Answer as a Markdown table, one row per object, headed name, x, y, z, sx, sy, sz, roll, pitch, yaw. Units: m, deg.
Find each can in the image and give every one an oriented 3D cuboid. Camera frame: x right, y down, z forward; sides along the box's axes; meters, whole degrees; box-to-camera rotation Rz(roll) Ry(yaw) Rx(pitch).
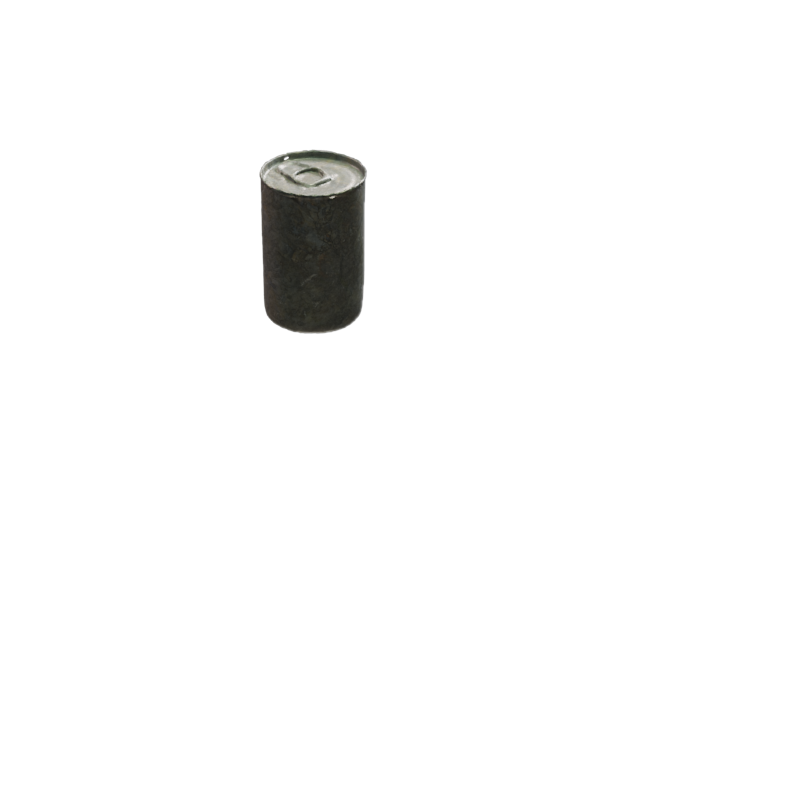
| name | x | y | z | sx | sy | sz | roll | pitch | yaw |
| --- | --- | --- | --- | --- | --- | --- | --- | --- | --- |
| can | -0.057 | -0.103 | 0.723 | 0.068 | 0.096 | 0.073 | 0 | 32 | -3 |
